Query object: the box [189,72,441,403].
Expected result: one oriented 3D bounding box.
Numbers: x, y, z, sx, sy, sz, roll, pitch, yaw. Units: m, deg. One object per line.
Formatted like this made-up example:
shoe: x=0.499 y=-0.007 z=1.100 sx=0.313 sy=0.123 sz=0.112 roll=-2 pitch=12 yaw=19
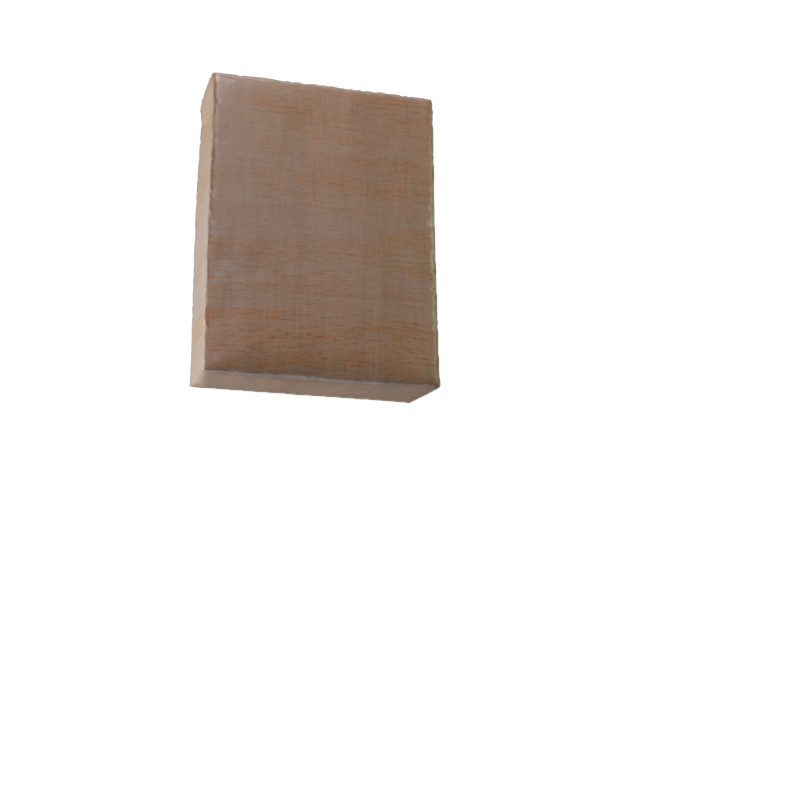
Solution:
box: x=-0.061 y=-0.111 z=0.779 sx=0.160 sy=0.223 sz=0.070 roll=4 pitch=-19 yaw=-16
